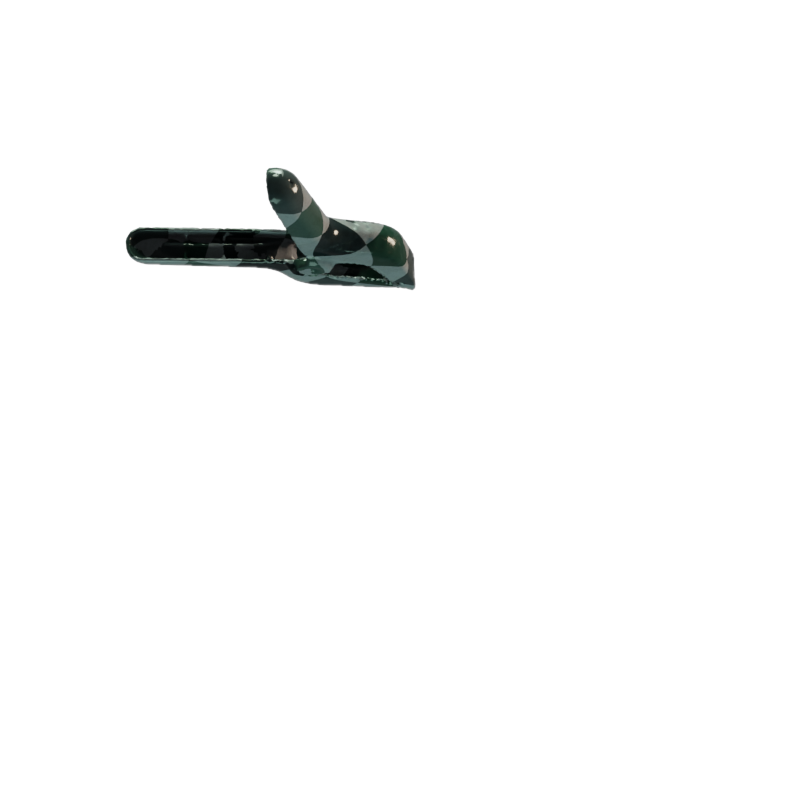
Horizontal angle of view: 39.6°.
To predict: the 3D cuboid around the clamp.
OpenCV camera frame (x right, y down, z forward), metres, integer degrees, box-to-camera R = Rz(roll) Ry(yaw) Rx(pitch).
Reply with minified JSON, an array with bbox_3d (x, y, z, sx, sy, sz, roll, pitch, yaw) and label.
[{"bbox_3d":[-0.059,-0.108,0.760,0.200,0.038,0.167,7,-12,-36],"label":"clamp"}]
